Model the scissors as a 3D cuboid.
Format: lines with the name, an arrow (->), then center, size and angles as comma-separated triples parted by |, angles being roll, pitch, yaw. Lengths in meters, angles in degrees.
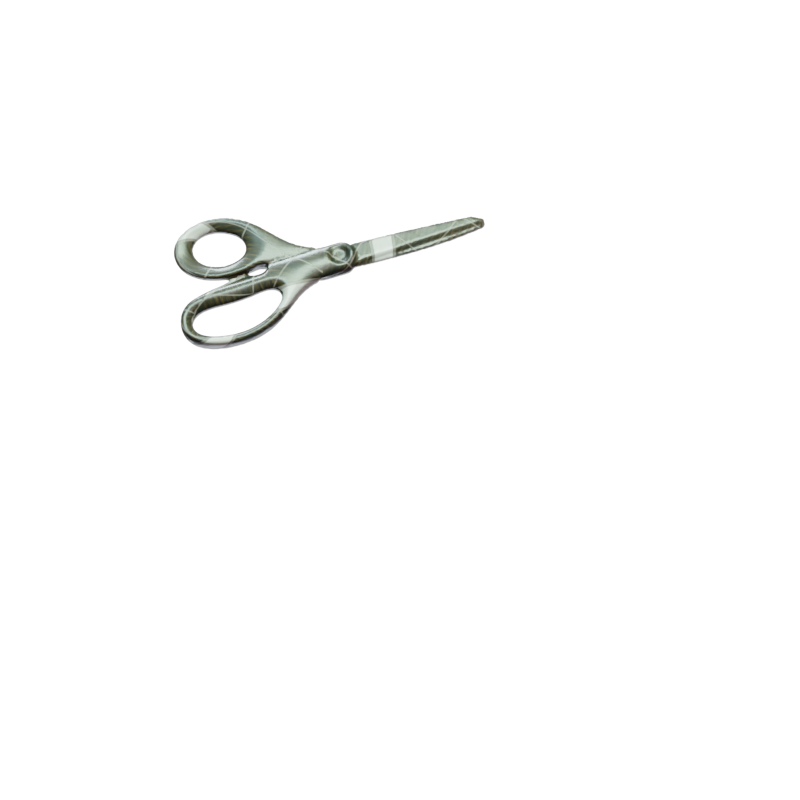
scissors -> -0.055, -0.101, 0.704 | 0.202, 0.102, 0.015 | -30, -24, -15
